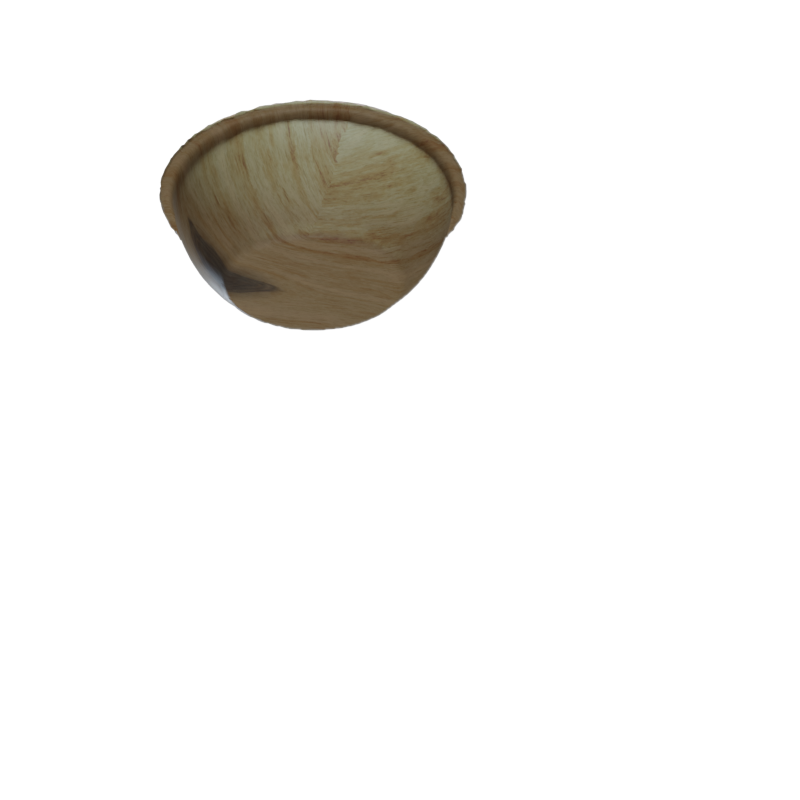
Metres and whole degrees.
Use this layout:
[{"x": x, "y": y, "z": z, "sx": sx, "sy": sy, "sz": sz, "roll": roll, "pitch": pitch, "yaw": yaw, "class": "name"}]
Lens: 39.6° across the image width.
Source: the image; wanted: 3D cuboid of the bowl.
[{"x": -0.045, "y": -0.082, "z": 0.571, "sx": 0.162, "sy": 0.059, "sz": 0.152, "roll": 1, "pitch": -28, "yaw": -2, "class": "bowl"}]
